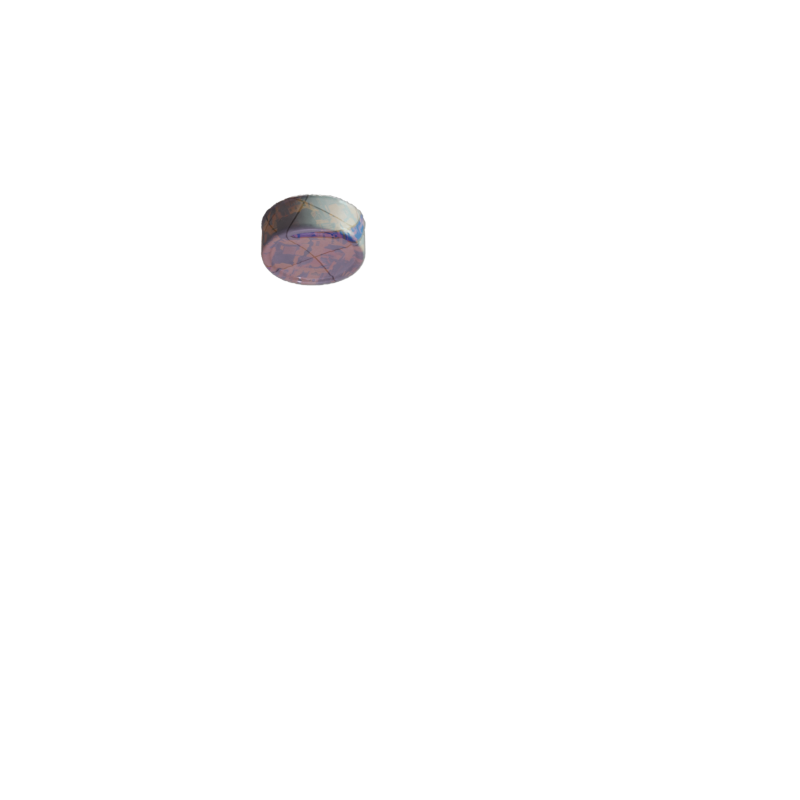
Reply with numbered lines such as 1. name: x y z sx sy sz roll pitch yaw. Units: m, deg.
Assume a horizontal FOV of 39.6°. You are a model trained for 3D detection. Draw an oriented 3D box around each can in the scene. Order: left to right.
1. can: -0.070 -0.128 0.900 0.086 0.036 0.081 1 -30 -2
